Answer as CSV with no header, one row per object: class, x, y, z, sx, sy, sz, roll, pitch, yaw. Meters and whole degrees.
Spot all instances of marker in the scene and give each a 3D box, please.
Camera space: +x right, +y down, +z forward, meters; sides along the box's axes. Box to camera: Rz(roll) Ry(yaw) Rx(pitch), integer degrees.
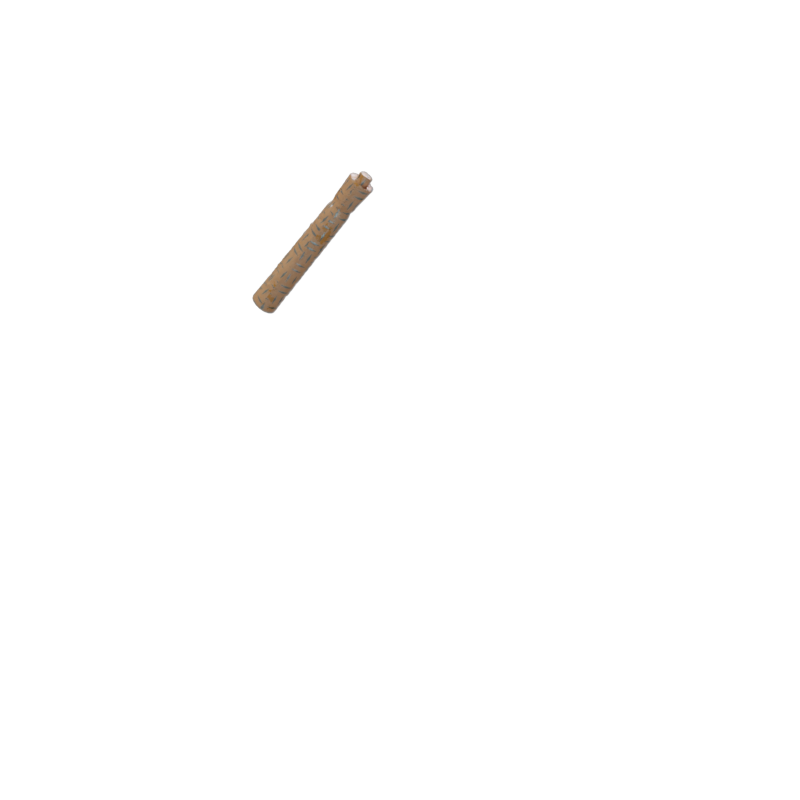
marker,-0.058,-0.106,0.745,0.019,0.118,0.021,33,25,-21
